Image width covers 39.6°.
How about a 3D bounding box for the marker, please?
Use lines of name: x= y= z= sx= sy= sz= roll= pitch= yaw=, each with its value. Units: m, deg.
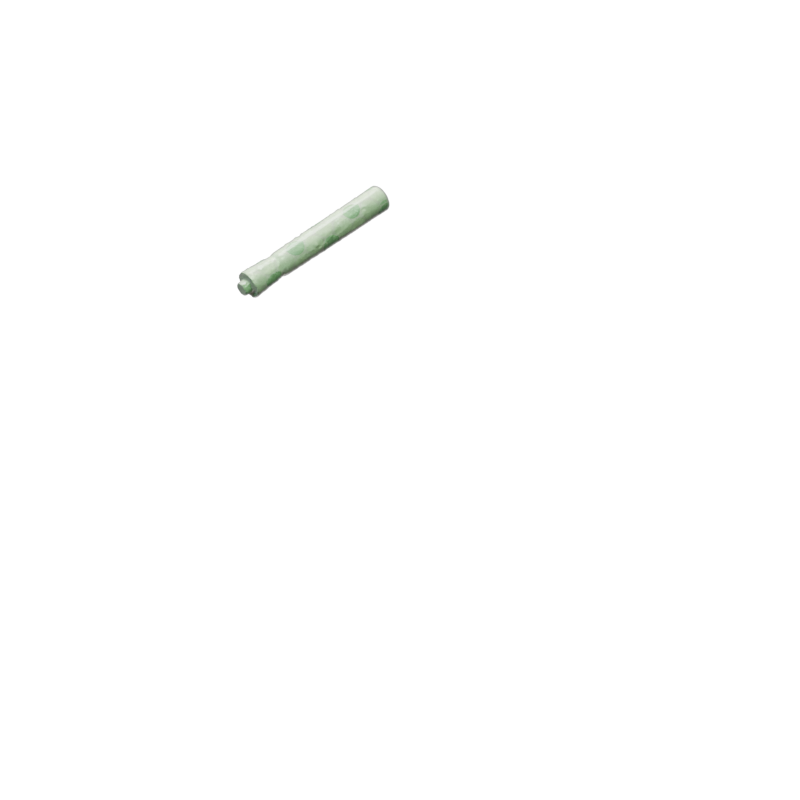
marker: x=-0.056 y=-0.103 z=0.720 sx=0.122 sy=0.019 sz=0.020 roll=-38 pitch=22 yaw=-26
